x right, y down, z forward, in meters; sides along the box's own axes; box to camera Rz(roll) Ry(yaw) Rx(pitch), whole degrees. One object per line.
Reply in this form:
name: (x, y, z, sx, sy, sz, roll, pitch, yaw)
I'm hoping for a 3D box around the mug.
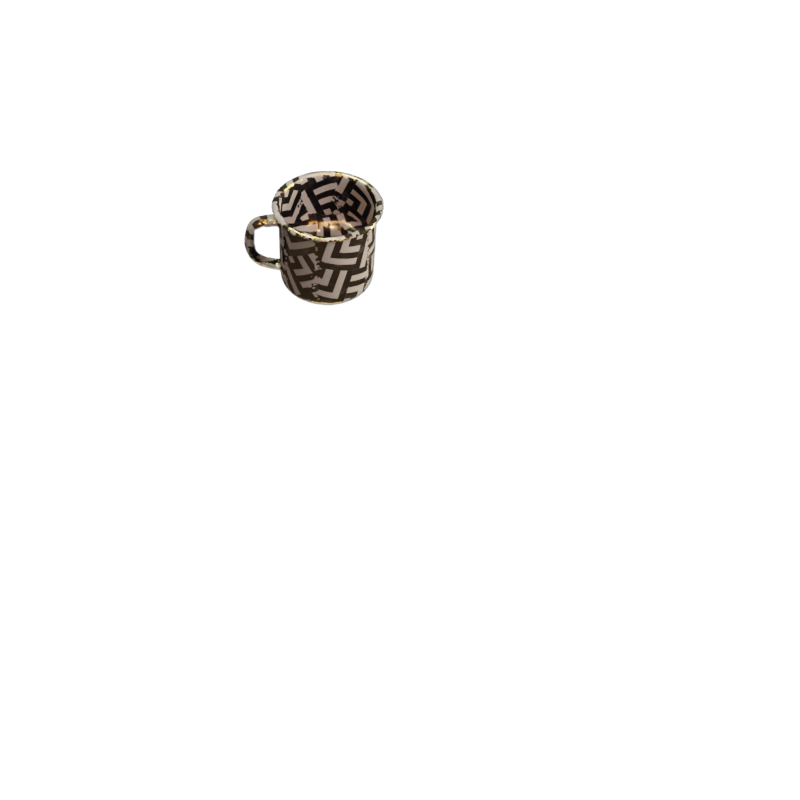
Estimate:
mug: (-0.074, -0.135, 0.945, 0.116, 0.076, 0.100, -4, 45, -6)
